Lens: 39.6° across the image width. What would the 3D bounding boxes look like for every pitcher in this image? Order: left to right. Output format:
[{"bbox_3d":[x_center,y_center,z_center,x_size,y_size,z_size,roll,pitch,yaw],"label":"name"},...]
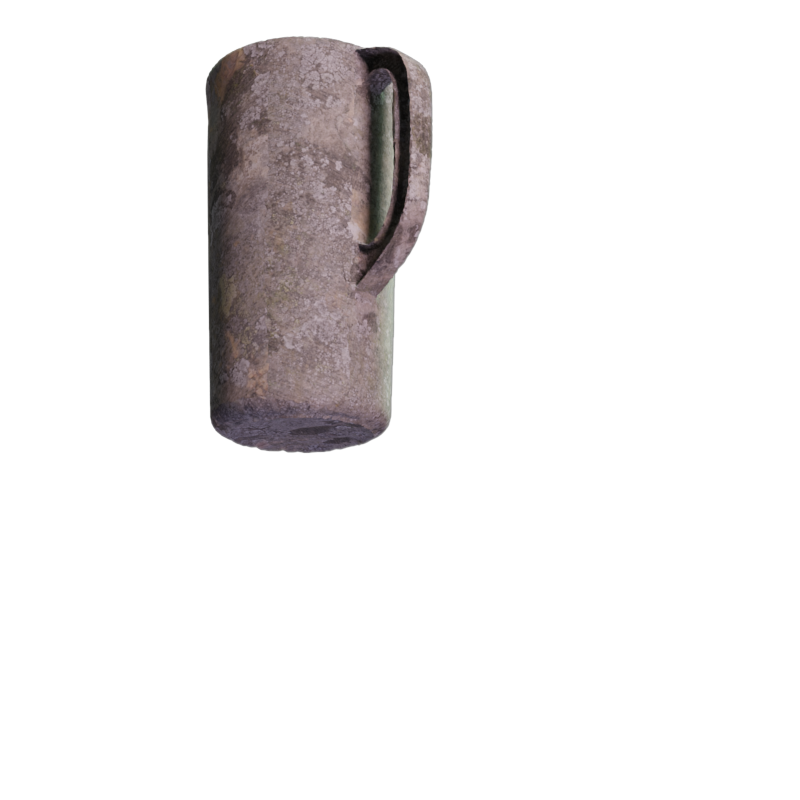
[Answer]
[{"bbox_3d":[-0.054,-0.099,0.694,0.145,0.255,0.142,-1,-21,-1],"label":"pitcher"}]
